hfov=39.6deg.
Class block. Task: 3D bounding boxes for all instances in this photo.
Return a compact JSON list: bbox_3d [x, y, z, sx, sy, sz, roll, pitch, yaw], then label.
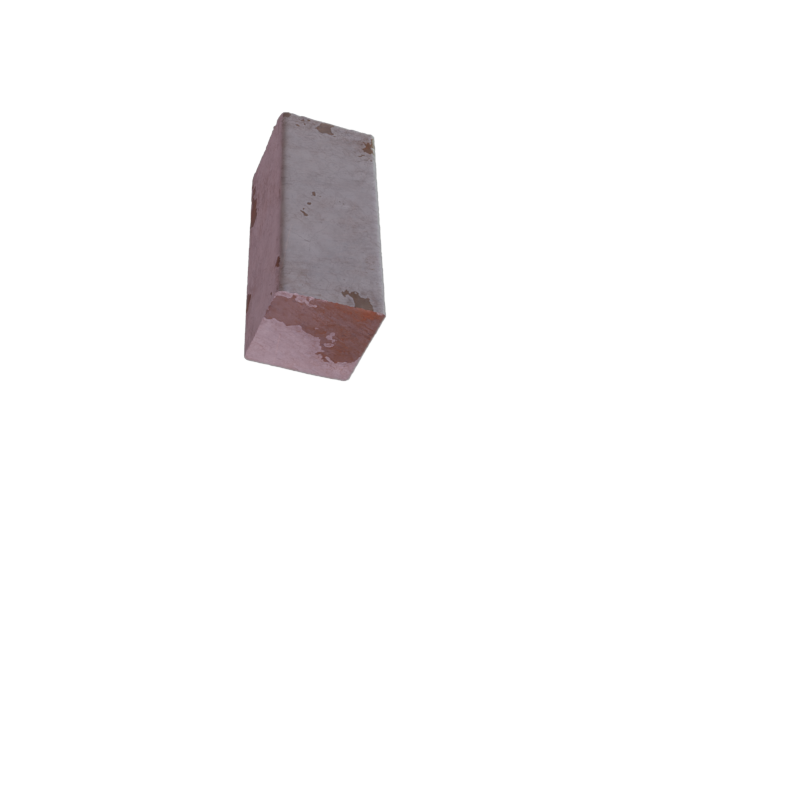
[{"bbox_3d":[-0.073,-0.131,0.921,0.088,0.221,0.087,12,-42,-17],"label":"block"}]
